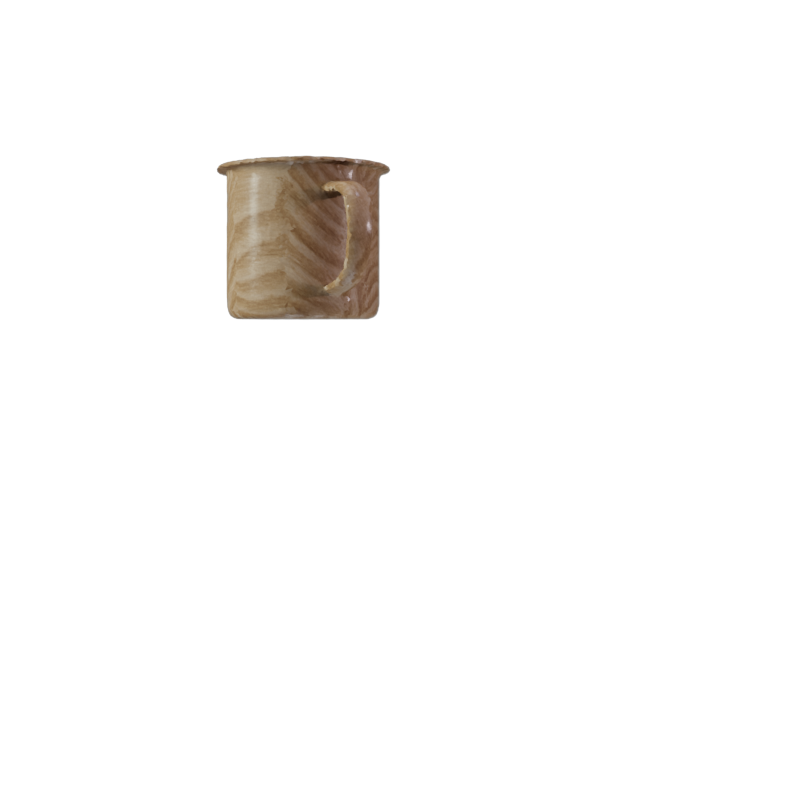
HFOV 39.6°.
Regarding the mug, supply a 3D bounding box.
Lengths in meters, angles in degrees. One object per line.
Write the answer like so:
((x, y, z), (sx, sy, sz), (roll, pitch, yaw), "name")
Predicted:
((-0.046, -0.083, 0.583), (0.090, 0.082, 0.121), (0, 2, -30), "mug")
